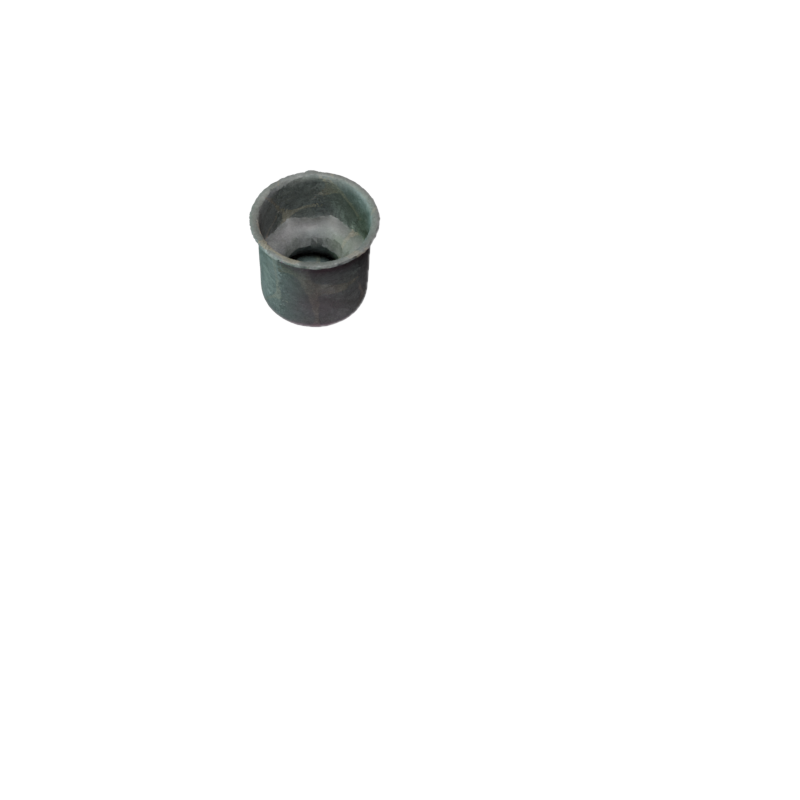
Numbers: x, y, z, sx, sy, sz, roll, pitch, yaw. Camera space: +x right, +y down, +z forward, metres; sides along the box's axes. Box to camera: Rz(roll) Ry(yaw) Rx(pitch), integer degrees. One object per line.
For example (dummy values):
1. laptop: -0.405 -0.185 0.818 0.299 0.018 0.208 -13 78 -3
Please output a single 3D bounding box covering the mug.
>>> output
1. mug: -0.065 -0.118 0.826 0.093 0.126 0.076 -4 -37 -5
